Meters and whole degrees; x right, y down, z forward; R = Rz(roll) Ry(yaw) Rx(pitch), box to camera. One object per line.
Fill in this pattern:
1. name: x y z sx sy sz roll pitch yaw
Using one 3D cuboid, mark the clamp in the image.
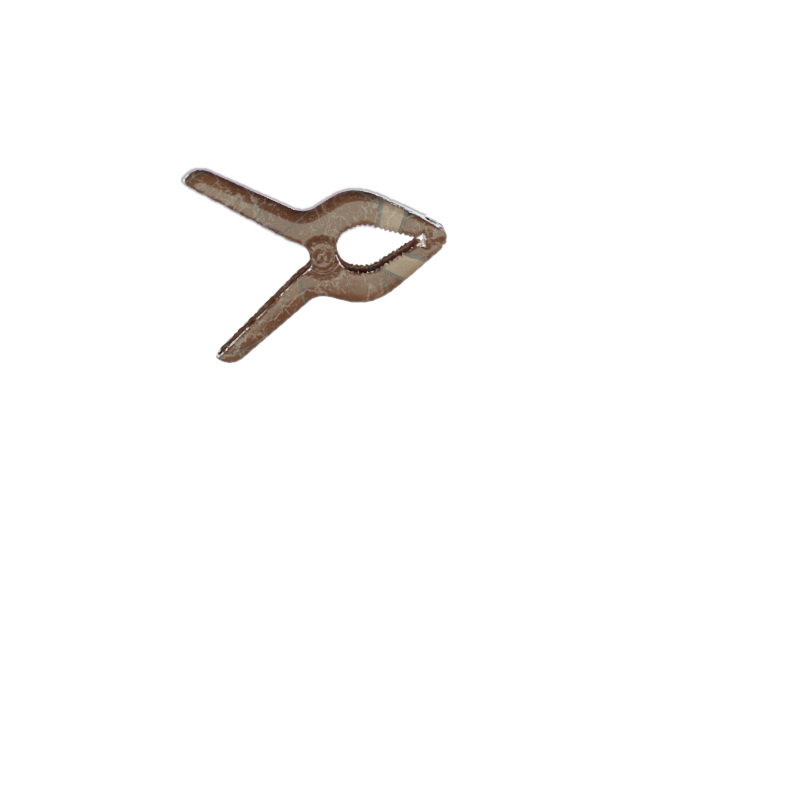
1. clamp: -0.070 -0.128 0.898 0.210 0.157 0.038 -14 18 4
